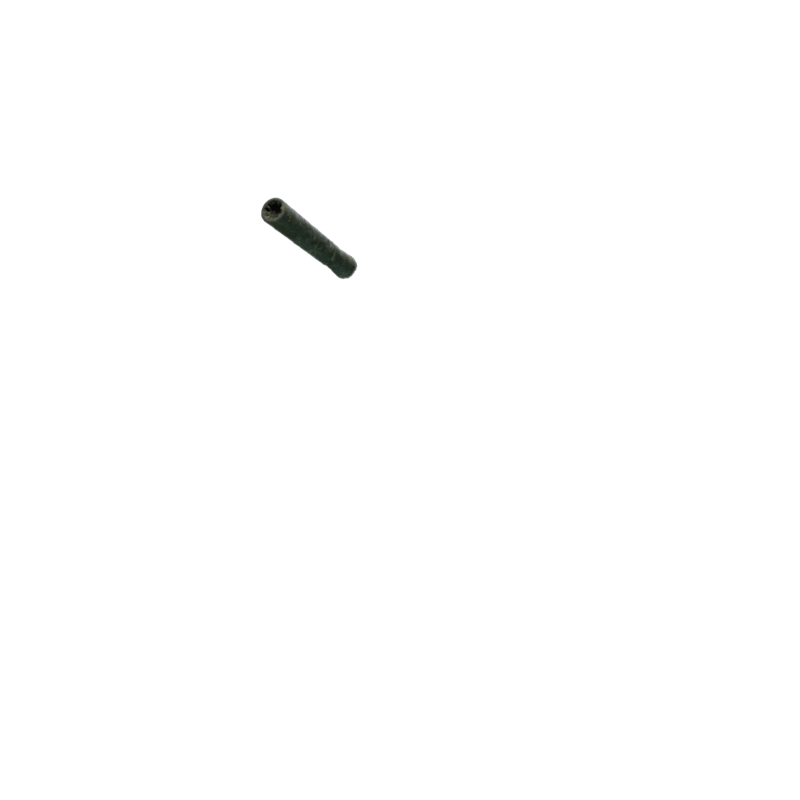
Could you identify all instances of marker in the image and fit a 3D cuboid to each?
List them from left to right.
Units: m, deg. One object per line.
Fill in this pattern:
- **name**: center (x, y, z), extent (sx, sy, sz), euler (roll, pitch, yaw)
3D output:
- **marker**: center (-0.062, -0.113, 0.791), extent (0.020, 0.020, 0.113), euler (2, -14, 26)
